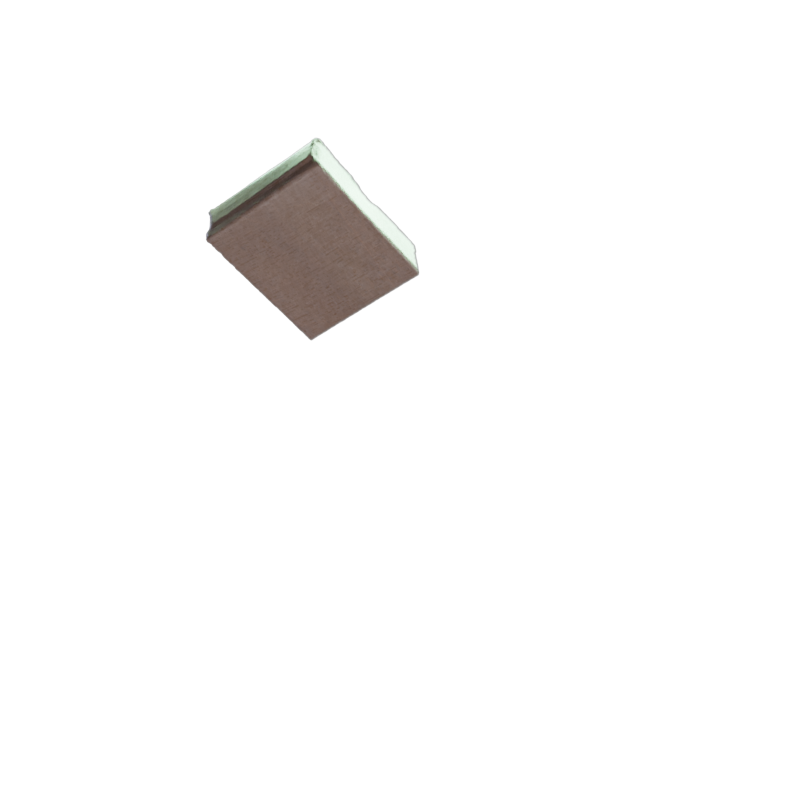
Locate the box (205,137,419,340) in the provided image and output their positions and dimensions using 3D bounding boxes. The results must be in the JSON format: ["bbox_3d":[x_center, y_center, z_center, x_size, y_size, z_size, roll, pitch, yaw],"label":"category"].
[{"bbox_3d":[-0.045,-0.083,0.577,0.073,0.084,0.032,-32,31,21],"label":"box"}]
